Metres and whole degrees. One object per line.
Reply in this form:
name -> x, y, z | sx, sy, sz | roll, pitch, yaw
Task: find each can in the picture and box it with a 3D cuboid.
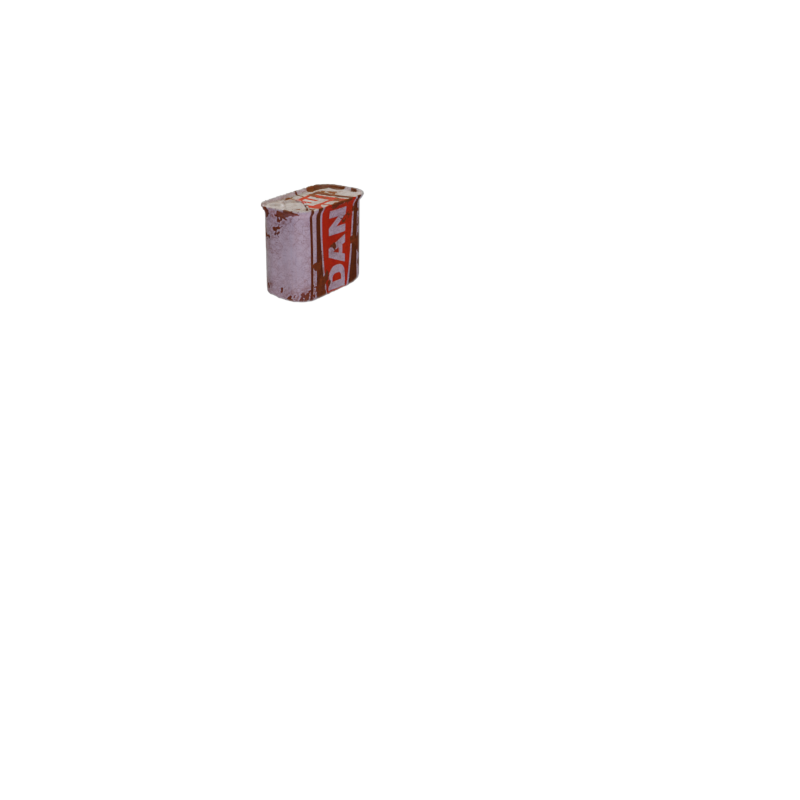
can -> -0.078, -0.142, 0.998 | 0.060, 0.080, 0.101 | 13, 24, 31
